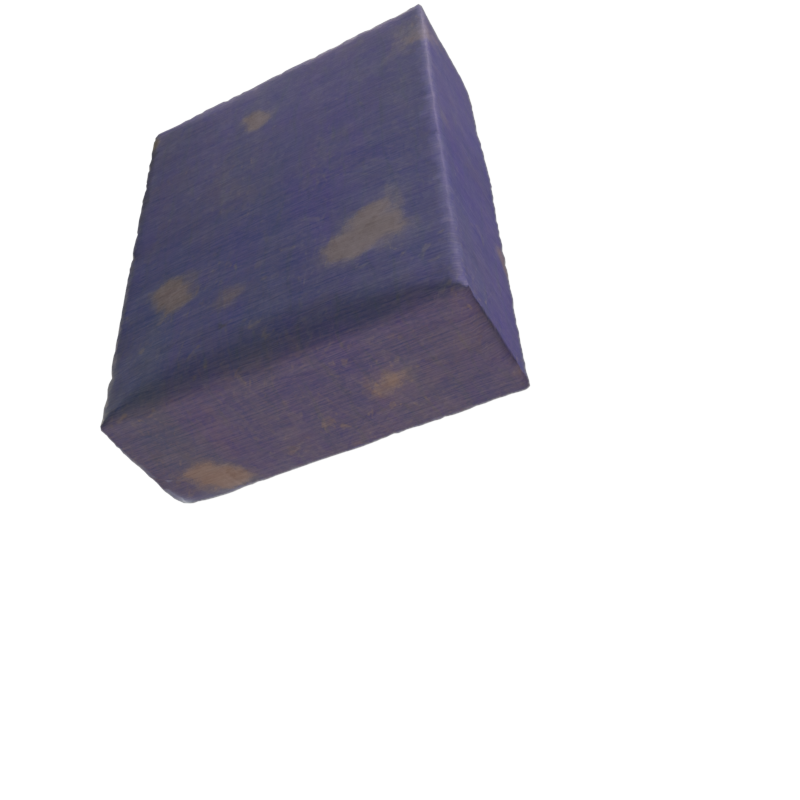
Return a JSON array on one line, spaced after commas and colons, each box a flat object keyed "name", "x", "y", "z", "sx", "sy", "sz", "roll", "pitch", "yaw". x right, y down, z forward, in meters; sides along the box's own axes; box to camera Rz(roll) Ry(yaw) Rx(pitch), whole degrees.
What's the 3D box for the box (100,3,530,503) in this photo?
[{"name": "box", "x": -0.040, "y": -0.074, "z": 0.517, "sx": 0.165, "sy": 0.230, "sz": 0.066, "roll": -22, "pitch": -49, "yaw": 17}]
